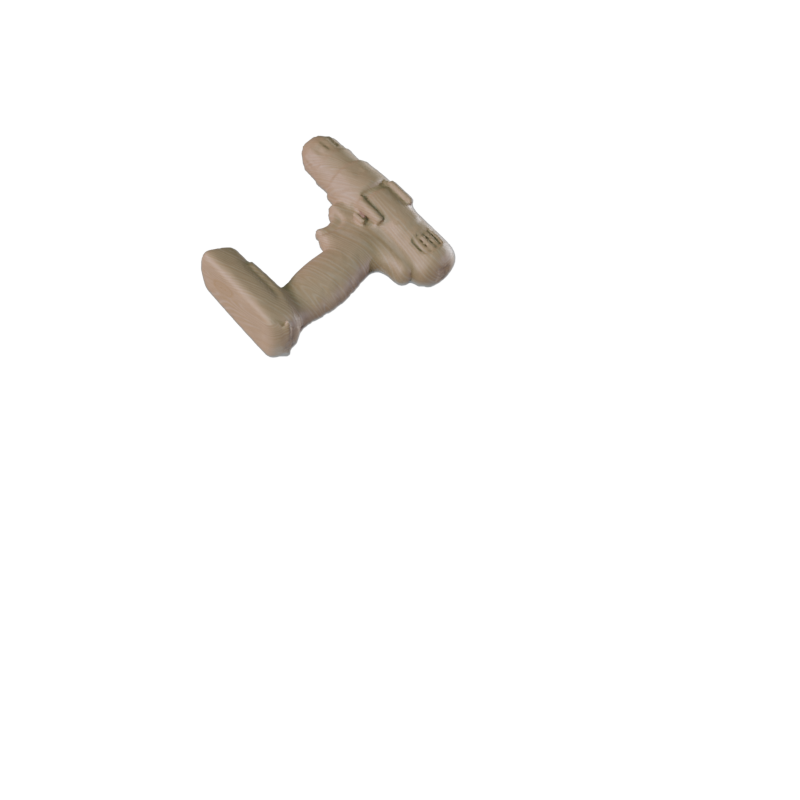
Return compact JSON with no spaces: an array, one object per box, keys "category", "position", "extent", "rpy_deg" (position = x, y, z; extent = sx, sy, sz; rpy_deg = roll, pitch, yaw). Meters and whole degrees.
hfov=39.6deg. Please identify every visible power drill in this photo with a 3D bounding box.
[{"category":"power drill","position":[-0.074,-0.136,0.952],"extent":[0.188,0.197,0.054],"rpy_deg":[-34,-28,-22]}]
